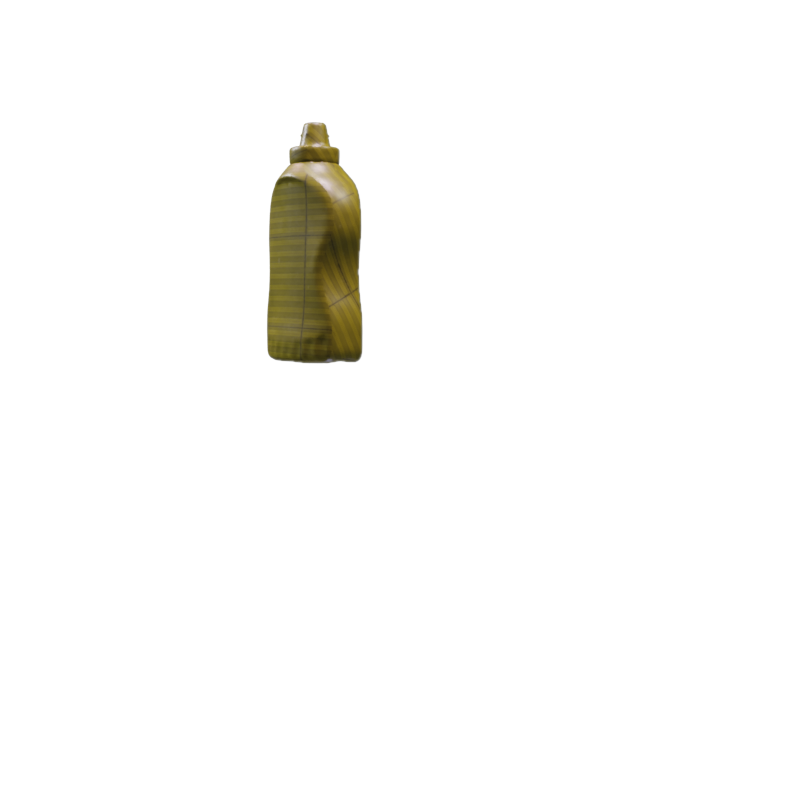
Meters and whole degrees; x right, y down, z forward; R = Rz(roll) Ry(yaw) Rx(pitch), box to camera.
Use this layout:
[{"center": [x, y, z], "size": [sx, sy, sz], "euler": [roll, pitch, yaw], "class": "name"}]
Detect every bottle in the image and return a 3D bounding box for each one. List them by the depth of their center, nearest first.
[{"center": [-0.070, -0.128, 0.893], "size": [0.056, 0.193, 0.099], "euler": [1, -2, -35], "class": "bottle"}]
